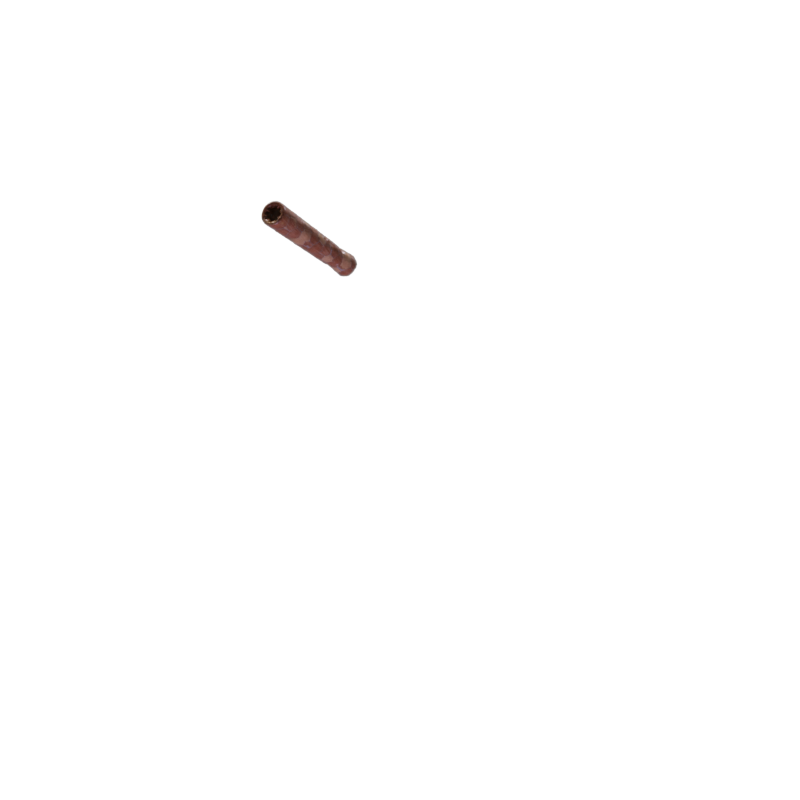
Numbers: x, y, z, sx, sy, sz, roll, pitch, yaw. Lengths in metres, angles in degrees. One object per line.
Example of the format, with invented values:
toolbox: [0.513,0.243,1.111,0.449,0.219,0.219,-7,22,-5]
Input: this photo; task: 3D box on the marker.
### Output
marker: [-0.065,-0.118,0.827,0.020,0.020,0.113,2,-13,28]
